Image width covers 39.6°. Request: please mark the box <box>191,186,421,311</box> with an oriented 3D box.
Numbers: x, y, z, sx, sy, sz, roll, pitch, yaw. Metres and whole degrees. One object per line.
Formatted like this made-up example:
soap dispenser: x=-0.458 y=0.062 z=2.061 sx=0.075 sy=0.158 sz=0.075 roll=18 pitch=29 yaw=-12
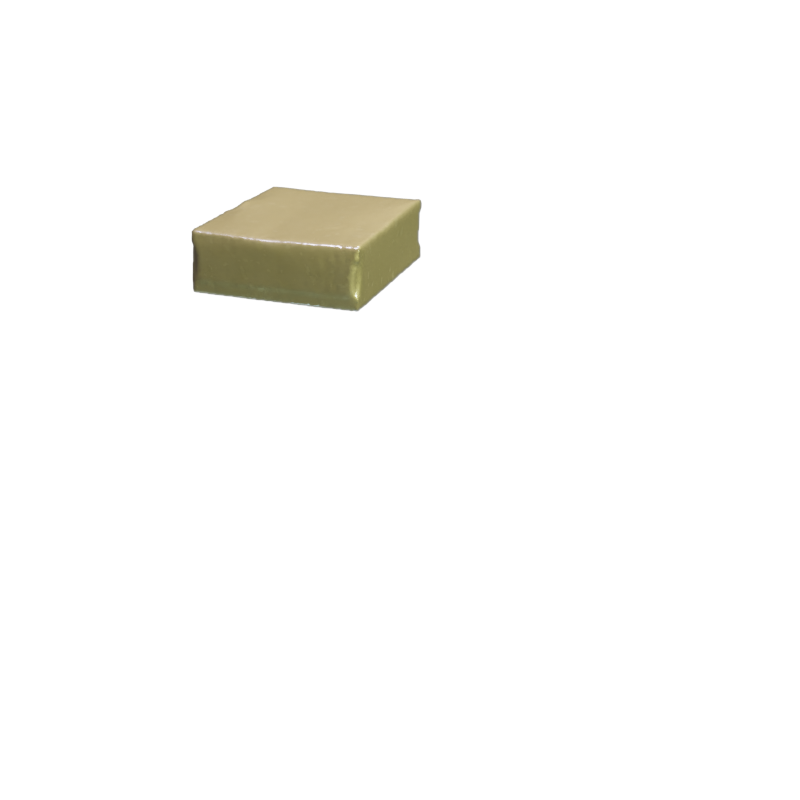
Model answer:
box: x=-0.037 y=-0.068 z=0.475 sx=0.075 sy=0.029 sz=0.091 roll=8 pitch=24 yaw=18
